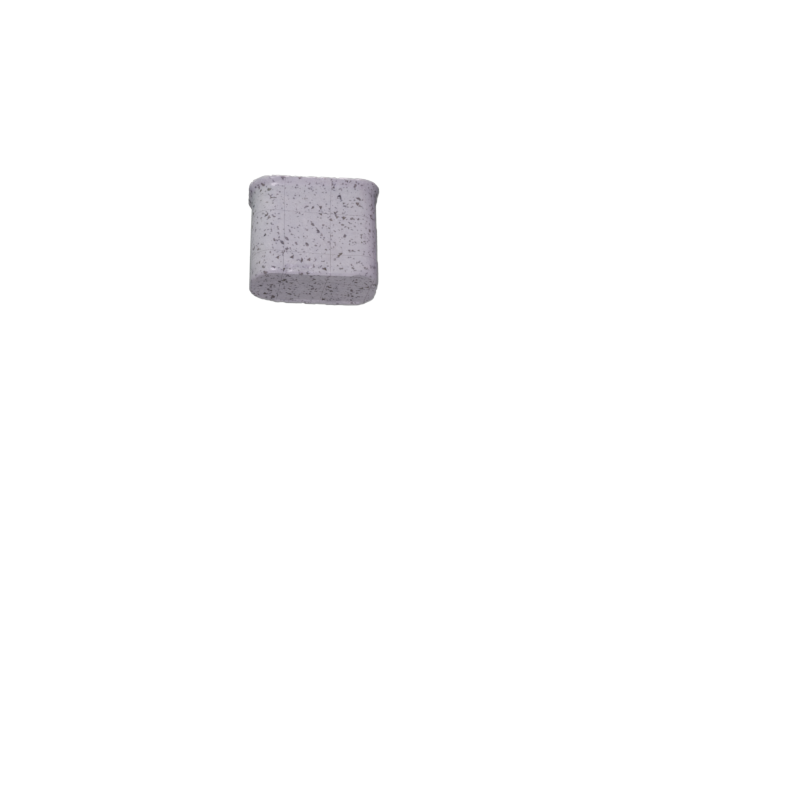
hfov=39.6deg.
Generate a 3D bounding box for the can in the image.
[{"bbox_3d":[-0.067,-0.122,0.852,0.101,0.089,0.055,2,-26,-6],"label":"can"}]
